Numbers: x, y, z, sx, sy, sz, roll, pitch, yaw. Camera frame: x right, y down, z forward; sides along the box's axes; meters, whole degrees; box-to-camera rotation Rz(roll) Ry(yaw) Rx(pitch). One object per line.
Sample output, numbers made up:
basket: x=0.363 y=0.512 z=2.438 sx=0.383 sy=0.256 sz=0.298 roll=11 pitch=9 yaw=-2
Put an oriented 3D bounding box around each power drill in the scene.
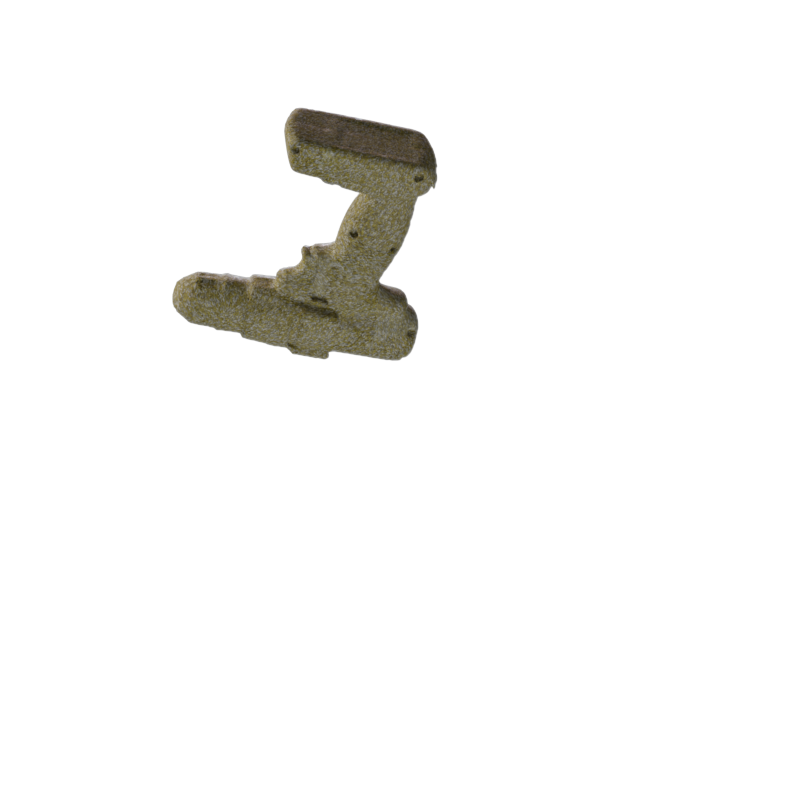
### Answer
power drill: x=-0.062 y=-0.113 z=0.790 sx=0.182 sy=0.177 sz=0.061 roll=10 pitch=40 yaw=-9
